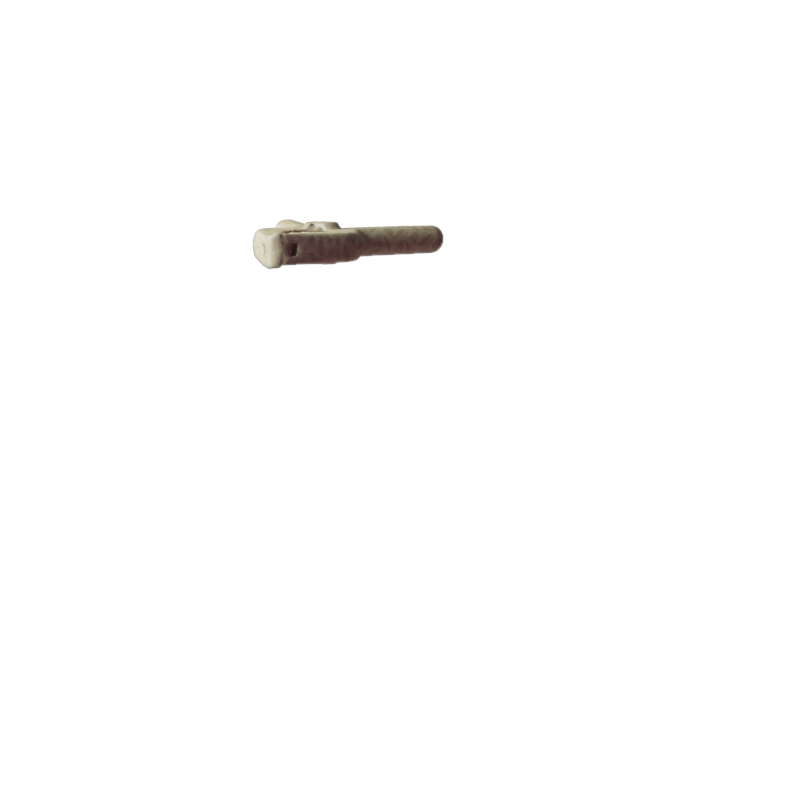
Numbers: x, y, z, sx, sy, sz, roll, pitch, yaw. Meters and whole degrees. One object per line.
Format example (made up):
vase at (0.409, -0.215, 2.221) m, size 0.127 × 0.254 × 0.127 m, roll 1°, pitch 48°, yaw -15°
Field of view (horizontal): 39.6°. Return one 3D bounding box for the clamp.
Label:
clamp at (-0.075, -0.138, 0.963) m, size 0.171 × 0.036 × 0.207 m, roll 6°, pitch 13°, yaw 26°
